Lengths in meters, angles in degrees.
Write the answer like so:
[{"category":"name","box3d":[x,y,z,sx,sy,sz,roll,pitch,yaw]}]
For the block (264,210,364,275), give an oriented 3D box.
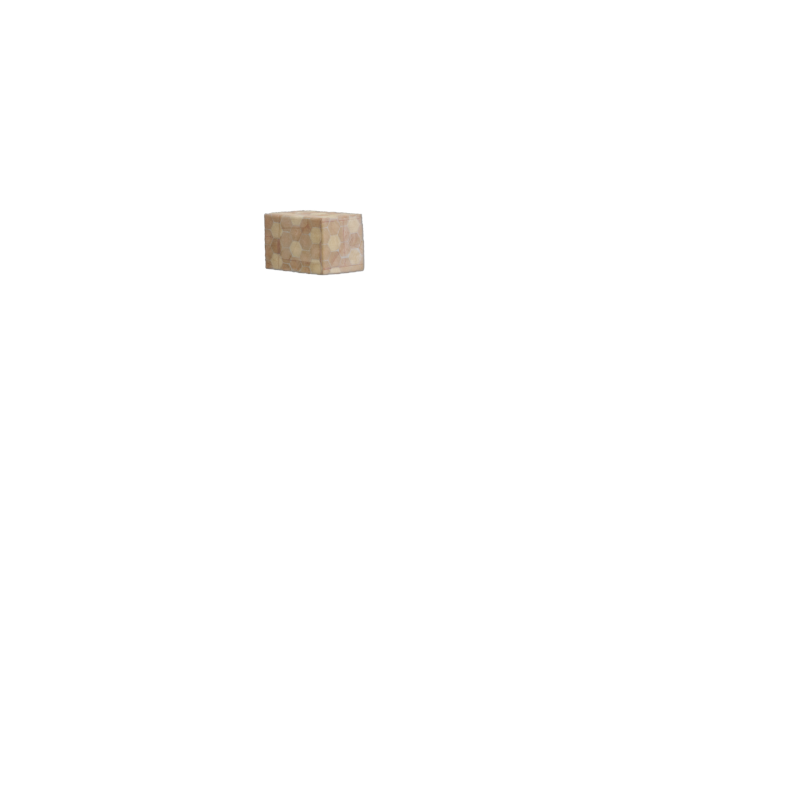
[{"category":"block","box3d":[-0.077,-0.141,0.989,0.082,0.050,0.051,10,14,41]}]
